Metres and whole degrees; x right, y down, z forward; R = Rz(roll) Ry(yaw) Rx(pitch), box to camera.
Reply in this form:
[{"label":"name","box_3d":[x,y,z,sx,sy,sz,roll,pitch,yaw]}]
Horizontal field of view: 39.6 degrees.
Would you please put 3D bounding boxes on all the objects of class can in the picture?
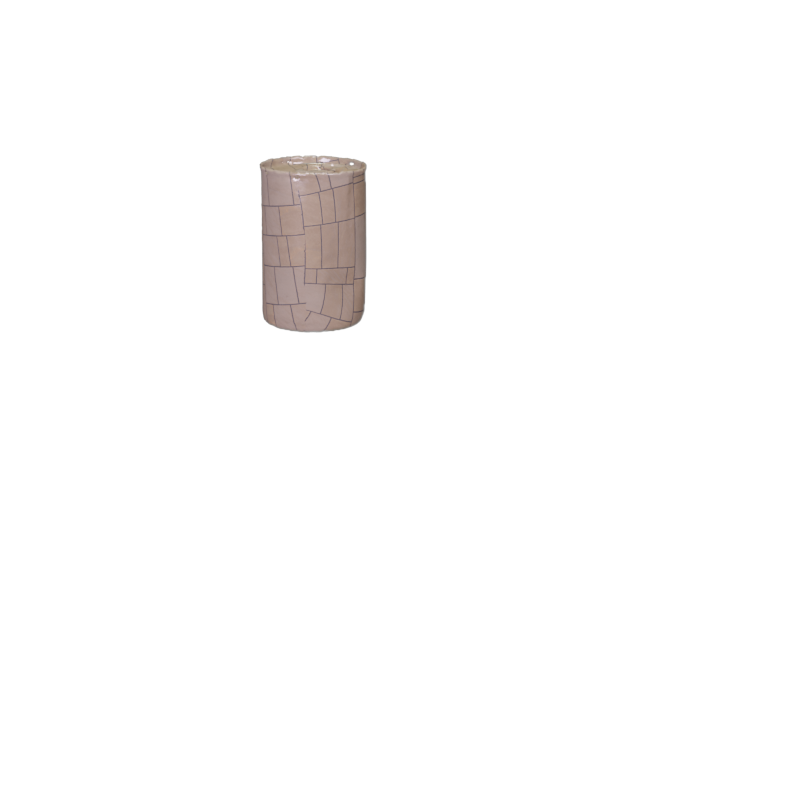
[{"label":"can","box_3d":[-0.056,-0.102,0.713,0.068,0.099,0.071,0,17,-2]}]
